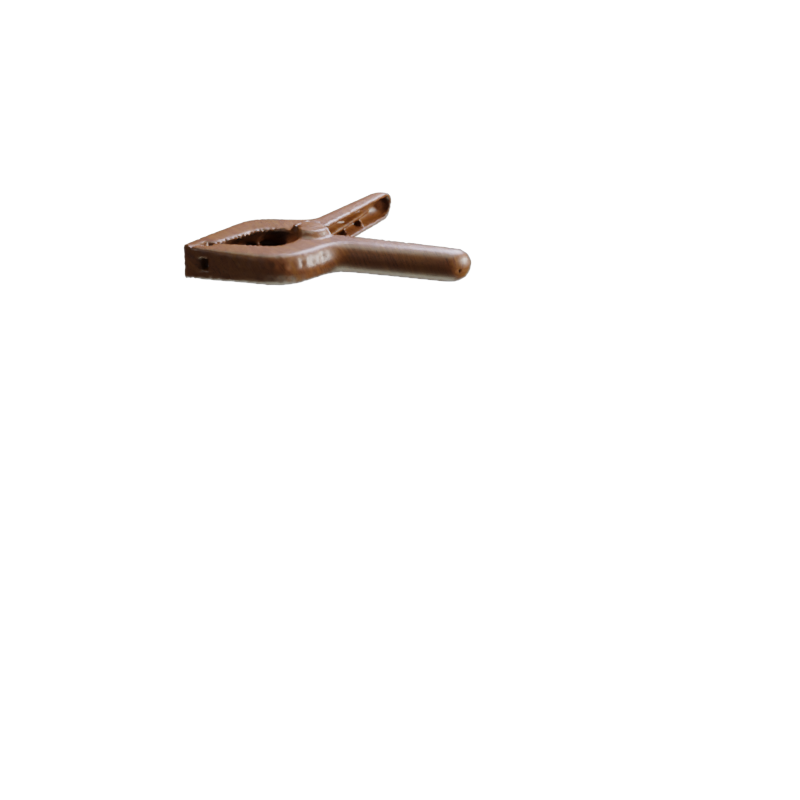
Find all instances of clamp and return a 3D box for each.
[{"bbox_3d":[-0.069,-0.126,0.882,0.207,0.035,0.175,-7,27,-13],"label":"clamp"}]
